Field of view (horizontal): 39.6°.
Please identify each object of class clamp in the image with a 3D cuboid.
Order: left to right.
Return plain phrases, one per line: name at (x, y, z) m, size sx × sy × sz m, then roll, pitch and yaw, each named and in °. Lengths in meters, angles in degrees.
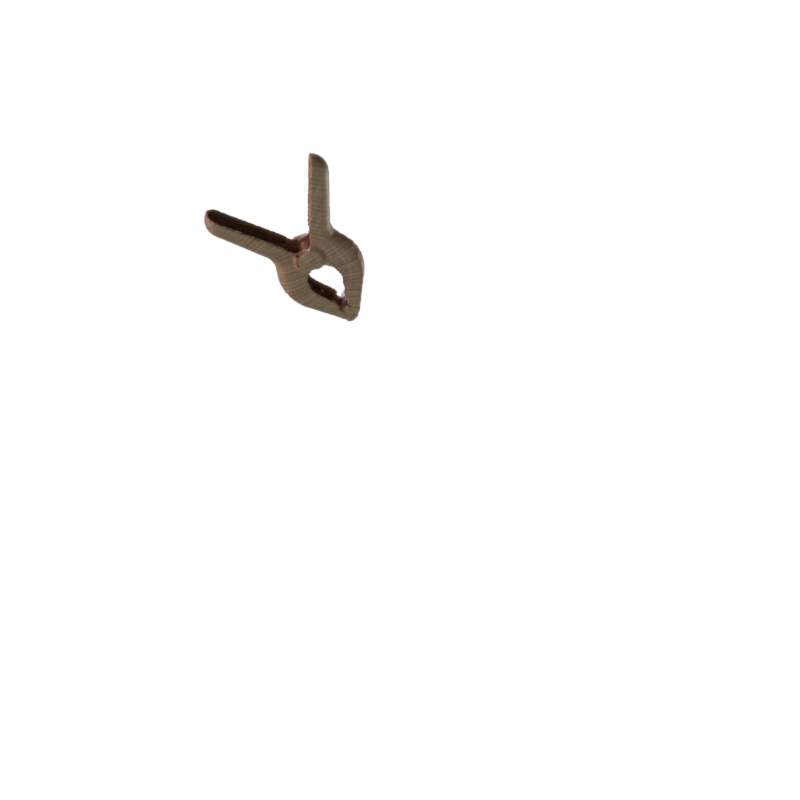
clamp at (-0.077, -0.141, 0.987) m, size 0.120 × 0.042 × 0.160 m, roll -30°, pitch -54°, yaw 25°
